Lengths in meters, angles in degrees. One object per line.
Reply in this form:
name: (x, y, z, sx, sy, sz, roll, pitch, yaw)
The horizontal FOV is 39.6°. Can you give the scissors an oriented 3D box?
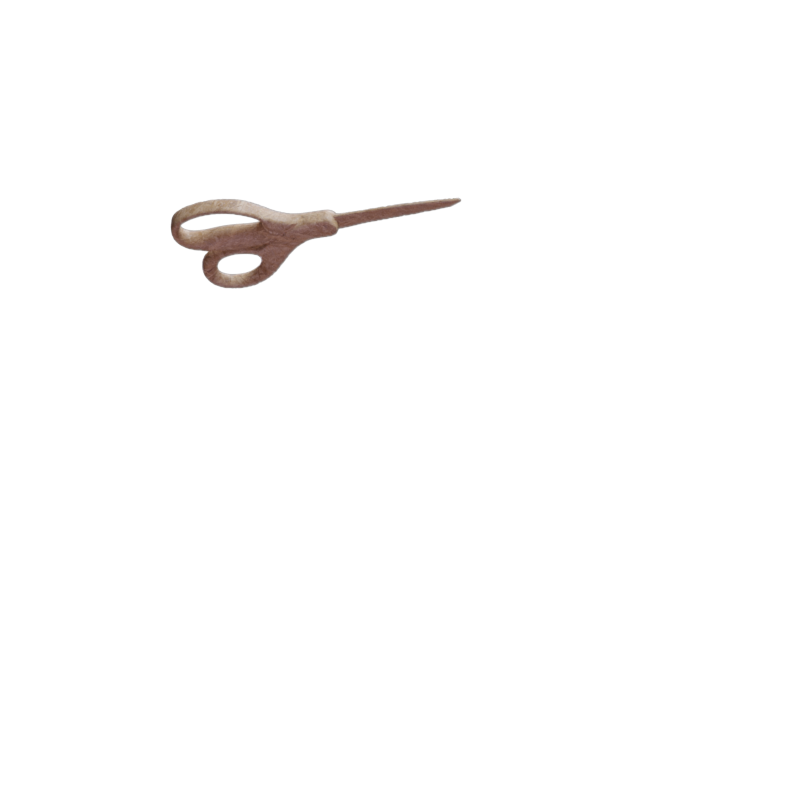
scissors: (-0.062, -0.113, 0.794, 0.201, 0.017, 0.090, 1, -35, -1)
